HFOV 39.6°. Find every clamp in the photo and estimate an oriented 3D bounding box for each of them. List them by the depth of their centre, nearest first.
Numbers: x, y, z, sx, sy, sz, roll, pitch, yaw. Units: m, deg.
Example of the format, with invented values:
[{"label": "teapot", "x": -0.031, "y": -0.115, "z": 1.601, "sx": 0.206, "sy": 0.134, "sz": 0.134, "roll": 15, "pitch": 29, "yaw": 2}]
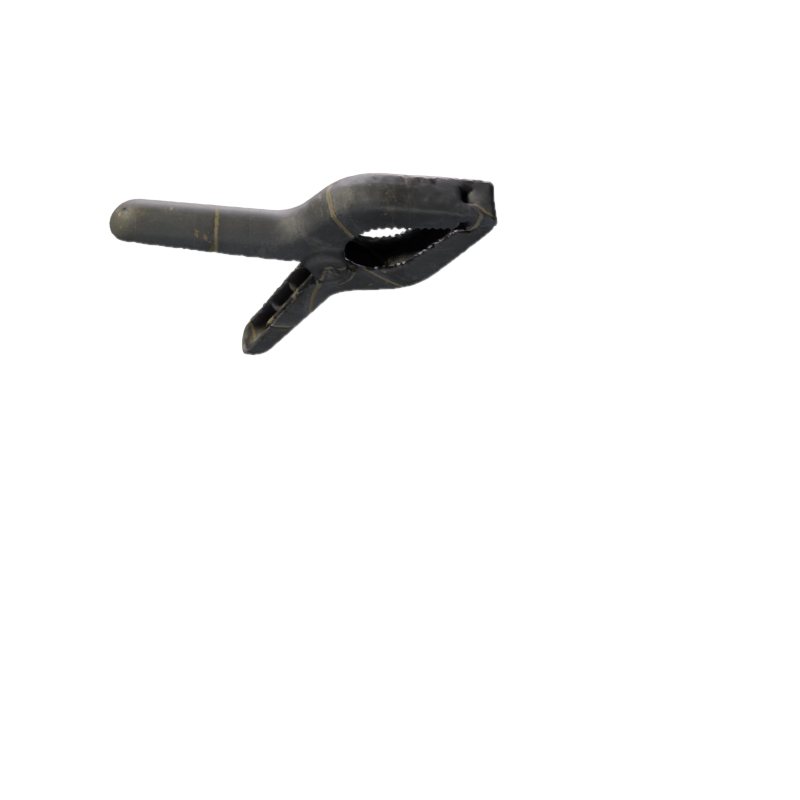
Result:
[{"label": "clamp", "x": -0.050, "y": -0.091, "z": 0.640, "sx": 0.212, "sy": 0.039, "sz": 0.152, "roll": -16, "pitch": -32, "yaw": 27}]
